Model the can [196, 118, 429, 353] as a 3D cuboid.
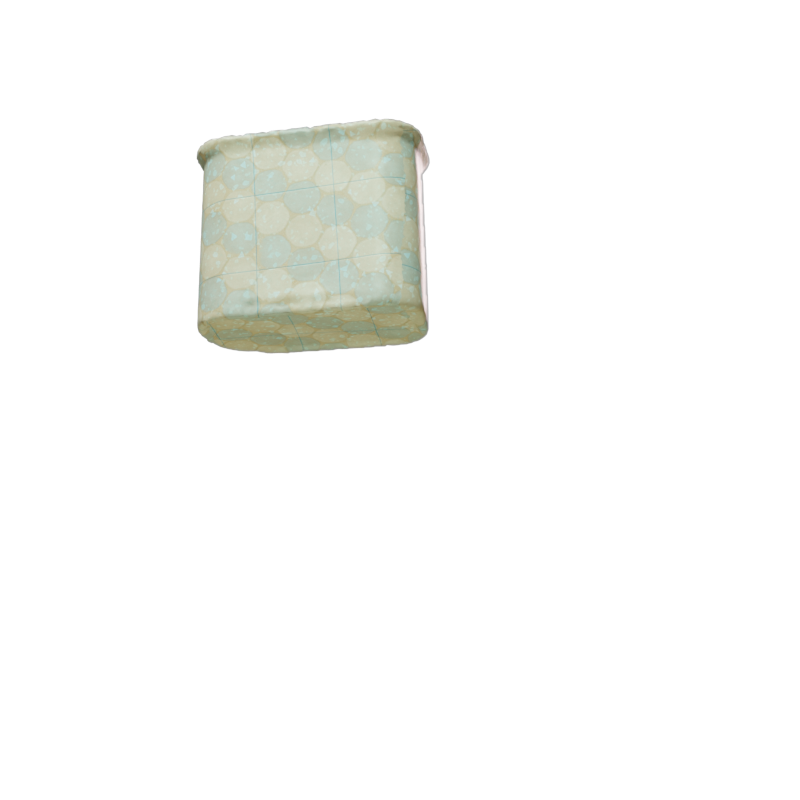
[{"bbox_3d":[-0.038,-0.069,0.482,0.103,0.088,0.054,-5,-21,11],"label":"can"}]
